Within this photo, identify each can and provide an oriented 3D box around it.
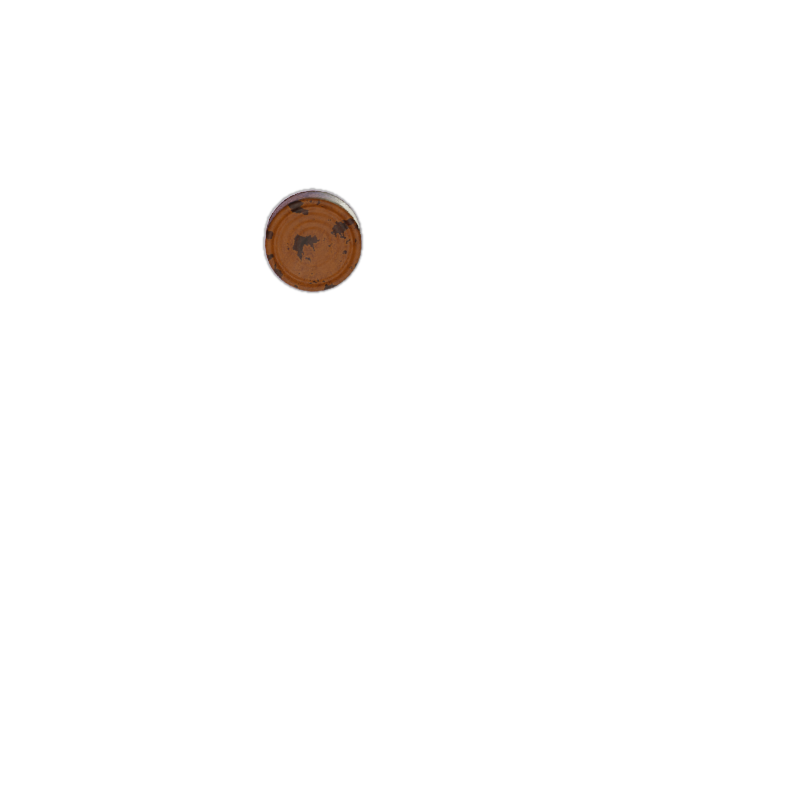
[{"bbox_3d":[-0.075,-0.138,0.964,0.086,0.083,0.035,0,16,-1],"label":"can"}]
